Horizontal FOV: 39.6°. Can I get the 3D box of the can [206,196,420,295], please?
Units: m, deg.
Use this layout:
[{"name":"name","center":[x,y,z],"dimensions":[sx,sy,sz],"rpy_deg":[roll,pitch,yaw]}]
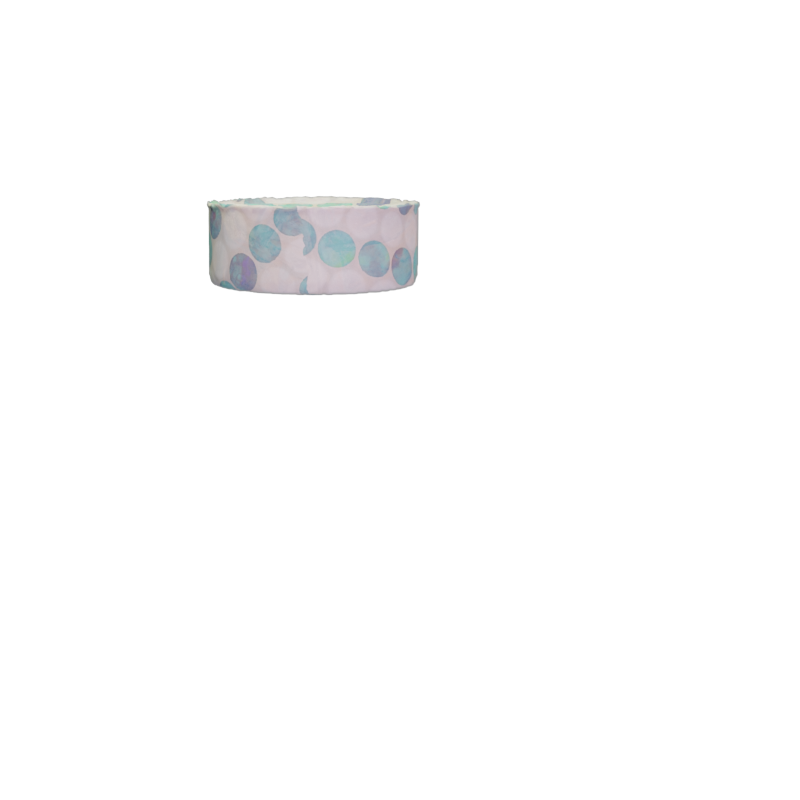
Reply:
[{"name":"can","center":[-0.035,-0.064,0.448],"dimensions":[0.086,0.033,0.088],"rpy_deg":[0,12,-2]}]
